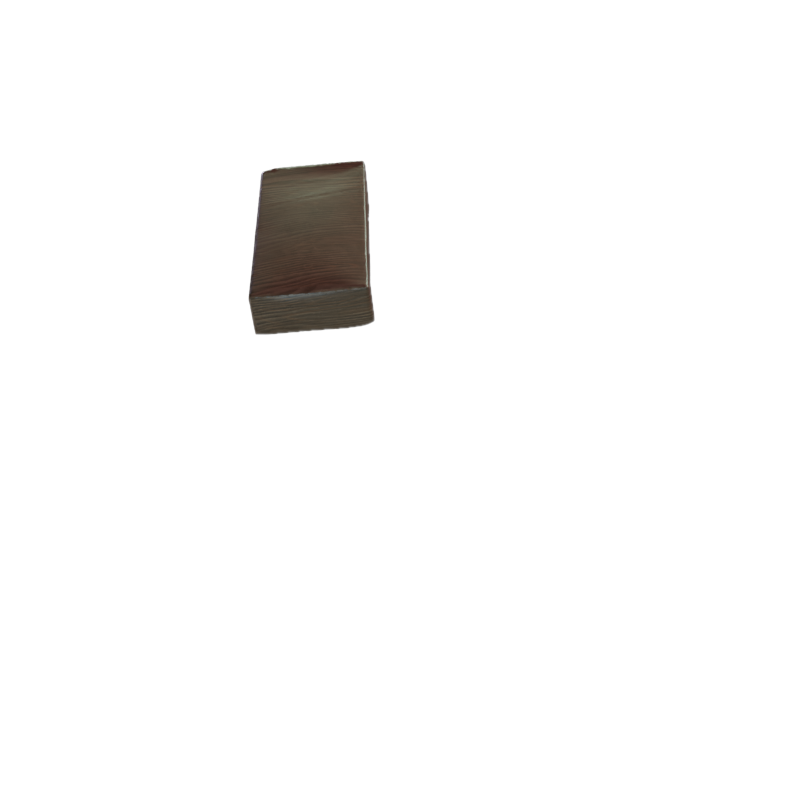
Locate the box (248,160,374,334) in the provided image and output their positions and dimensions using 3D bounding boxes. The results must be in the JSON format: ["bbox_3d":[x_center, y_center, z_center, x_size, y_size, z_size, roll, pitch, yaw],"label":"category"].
[{"bbox_3d":[-0.071,-0.129,0.900,0.094,0.044,0.189,-6,43,2],"label":"box"}]
